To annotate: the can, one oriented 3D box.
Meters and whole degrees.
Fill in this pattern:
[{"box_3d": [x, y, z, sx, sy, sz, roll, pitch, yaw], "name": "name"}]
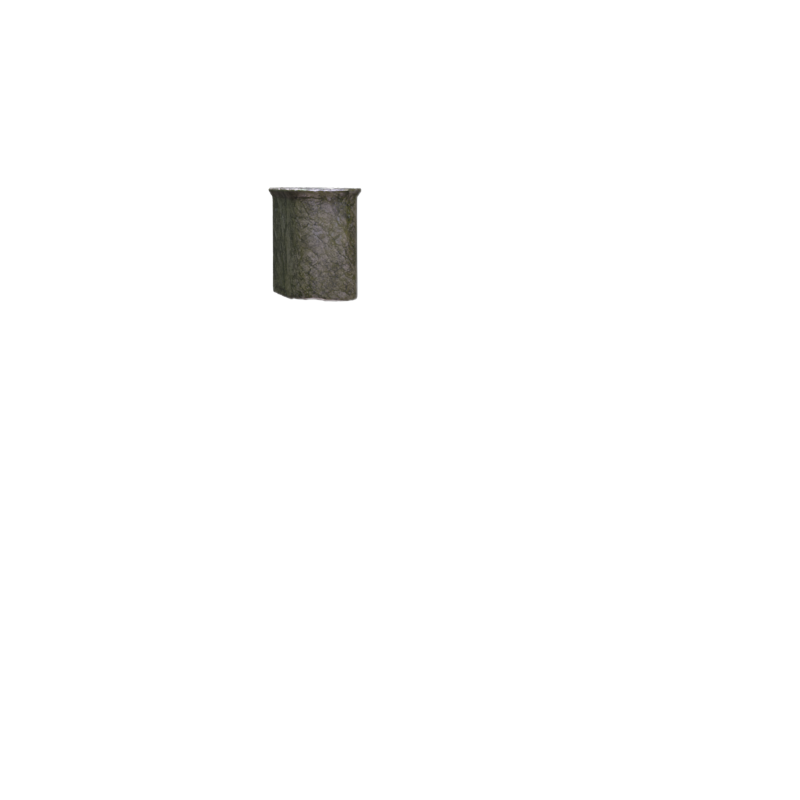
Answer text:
[{"box_3d": [-0.067, -0.122, 0.856, 0.056, 0.083, 0.105, -1, 8, -17], "name": "can"}]
